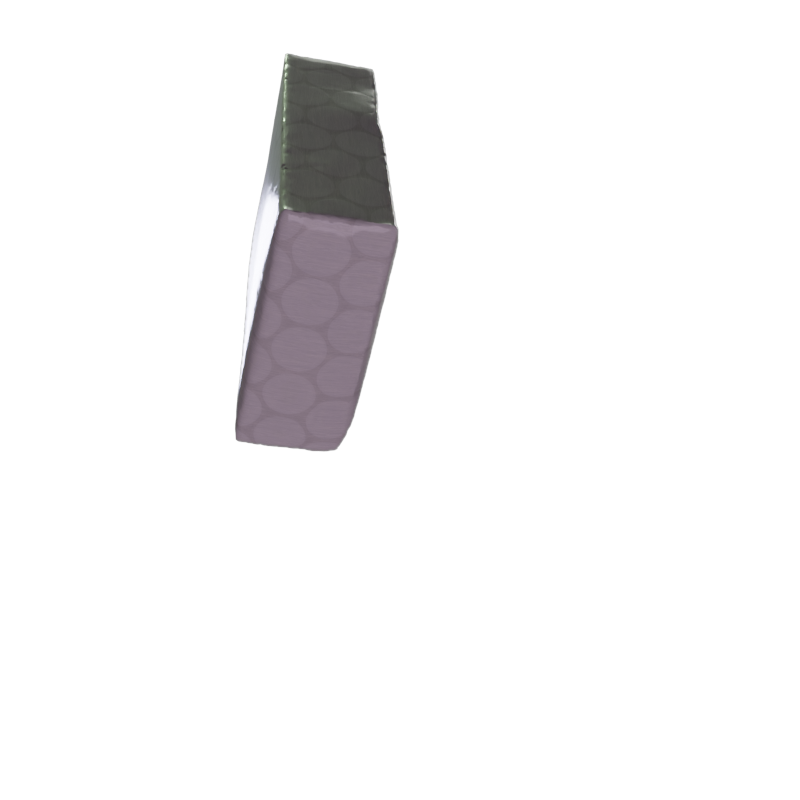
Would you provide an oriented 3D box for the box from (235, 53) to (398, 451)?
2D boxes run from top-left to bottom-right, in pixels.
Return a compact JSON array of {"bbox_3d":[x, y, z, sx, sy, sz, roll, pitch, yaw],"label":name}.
[{"bbox_3d":[-0.055,-0.100,0.702,0.071,0.155,0.229,9,35,-10],"label":"box"}]
